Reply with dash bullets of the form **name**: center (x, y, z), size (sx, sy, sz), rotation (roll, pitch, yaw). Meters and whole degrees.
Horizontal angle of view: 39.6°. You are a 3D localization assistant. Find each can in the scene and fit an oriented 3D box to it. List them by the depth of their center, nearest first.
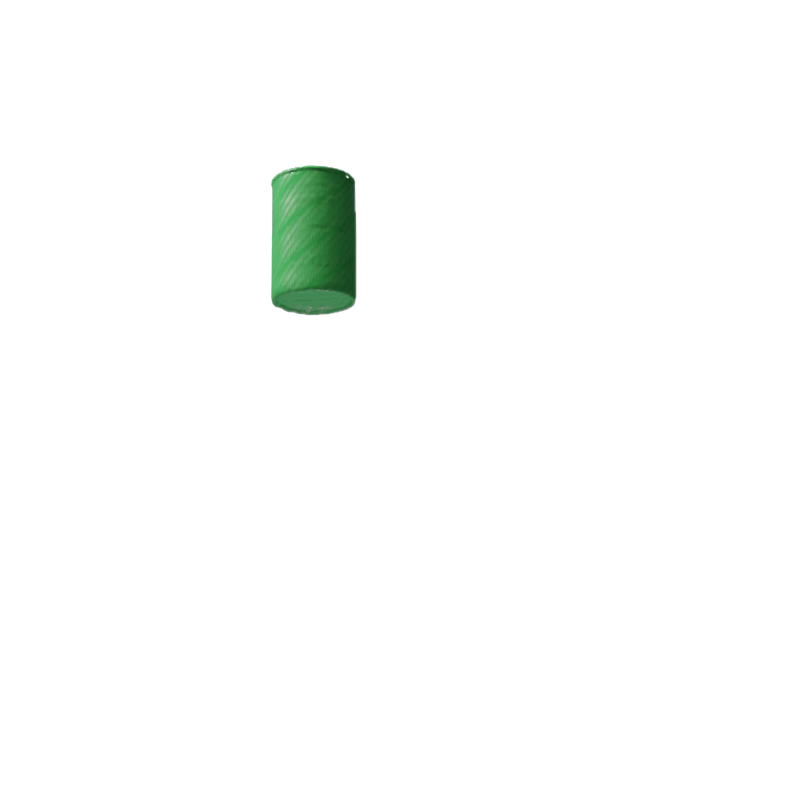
- **can**: center (-0.069, -0.125, 0.876), size (0.068, 0.107, 0.066), rotation (0, -18, -2)
